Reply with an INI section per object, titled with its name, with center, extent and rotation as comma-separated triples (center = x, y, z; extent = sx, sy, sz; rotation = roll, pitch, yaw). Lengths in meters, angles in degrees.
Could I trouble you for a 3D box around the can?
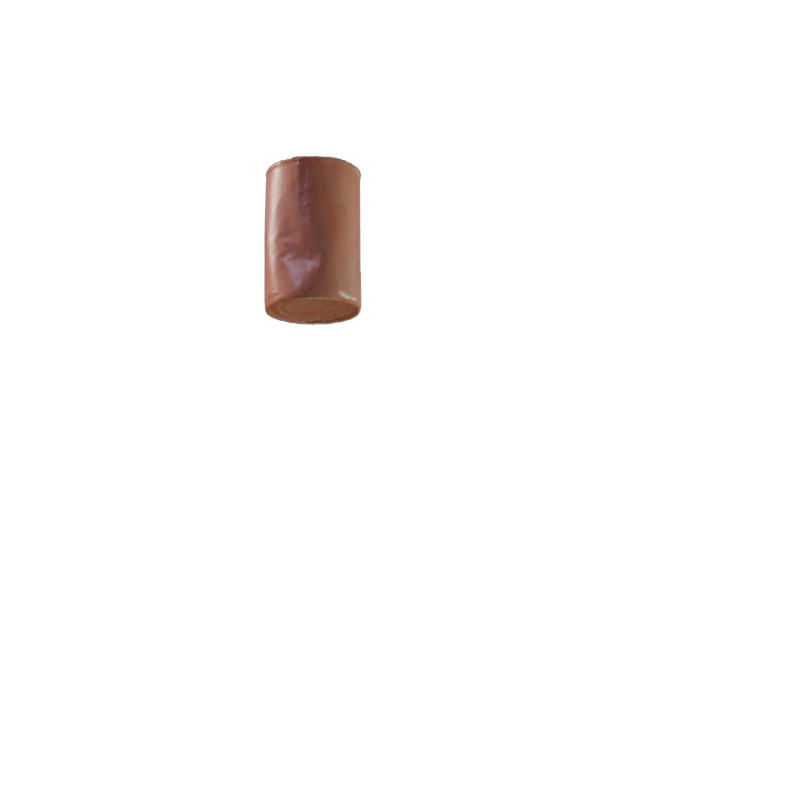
[can]
center = -0.060, -0.110, 0.770
extent = 0.068, 0.107, 0.066
rotation = 0, -17, -2
